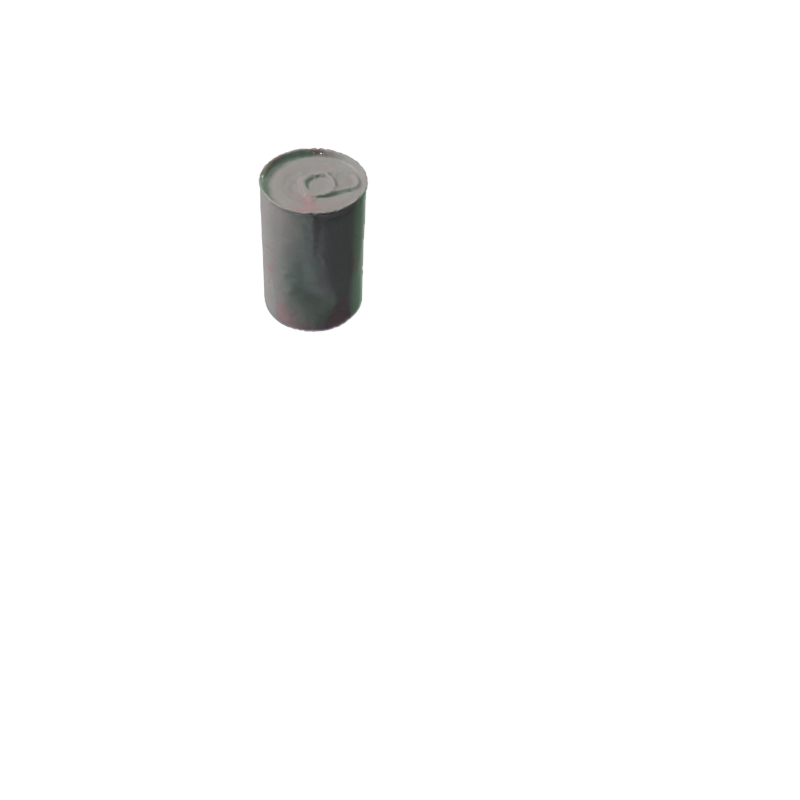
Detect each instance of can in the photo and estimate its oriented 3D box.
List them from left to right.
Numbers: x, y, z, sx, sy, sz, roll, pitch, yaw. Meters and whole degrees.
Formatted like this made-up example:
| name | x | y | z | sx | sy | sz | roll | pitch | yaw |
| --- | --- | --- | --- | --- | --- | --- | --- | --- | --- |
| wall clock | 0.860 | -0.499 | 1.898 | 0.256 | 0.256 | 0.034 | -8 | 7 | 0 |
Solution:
| name | x | y | z | sx | sy | sz | roll | pitch | yaw |
| --- | --- | --- | --- | --- | --- | --- | --- | --- | --- |
| can | -0.056 | -0.103 | 0.721 | 0.068 | 0.095 | 0.074 | 0 | 44 | -3 |
